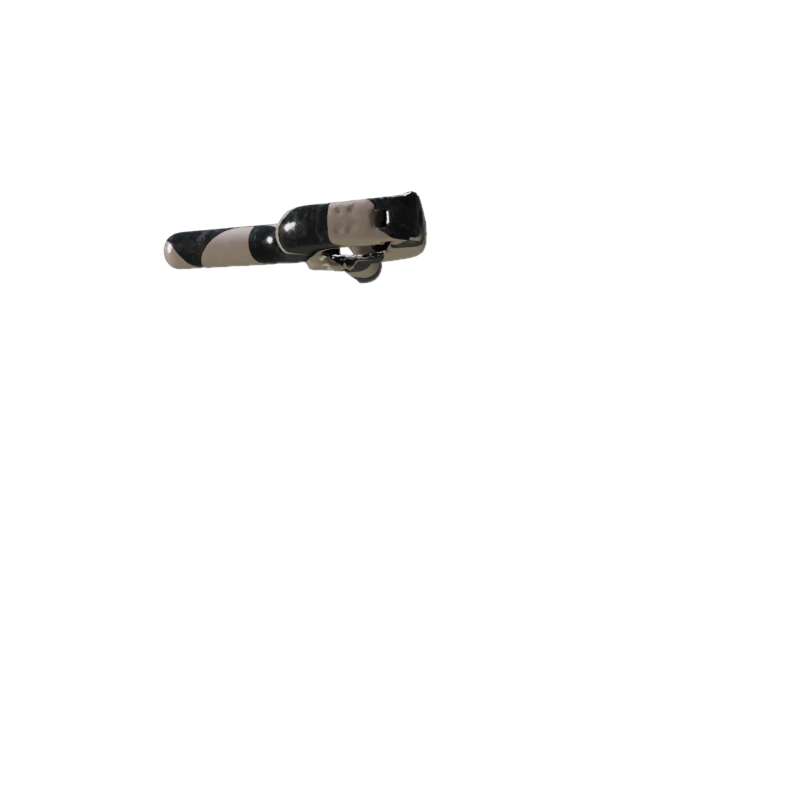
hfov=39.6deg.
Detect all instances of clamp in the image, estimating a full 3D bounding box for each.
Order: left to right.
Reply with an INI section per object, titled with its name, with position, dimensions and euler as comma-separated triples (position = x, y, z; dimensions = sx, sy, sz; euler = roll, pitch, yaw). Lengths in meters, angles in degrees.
[clamp]
position = -0.056, -0.102, 0.711
dimensions = 0.160, 0.037, 0.213
euler = 0, -1, -21
